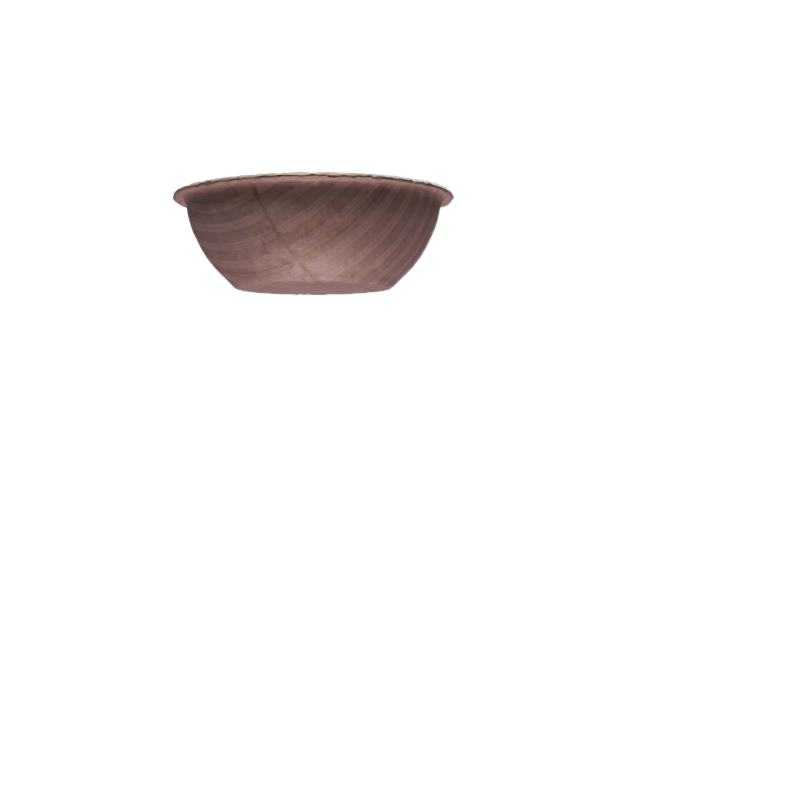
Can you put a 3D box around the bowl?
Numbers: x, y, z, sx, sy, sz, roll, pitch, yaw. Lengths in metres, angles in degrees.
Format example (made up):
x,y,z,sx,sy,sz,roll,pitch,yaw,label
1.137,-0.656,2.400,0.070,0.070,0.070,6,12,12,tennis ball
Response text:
x,y,z,sx,sy,sz,roll,pitch,yaw,label
-0.050,-0.091,0.639,0.162,0.056,0.161,0,0,-2,bowl
